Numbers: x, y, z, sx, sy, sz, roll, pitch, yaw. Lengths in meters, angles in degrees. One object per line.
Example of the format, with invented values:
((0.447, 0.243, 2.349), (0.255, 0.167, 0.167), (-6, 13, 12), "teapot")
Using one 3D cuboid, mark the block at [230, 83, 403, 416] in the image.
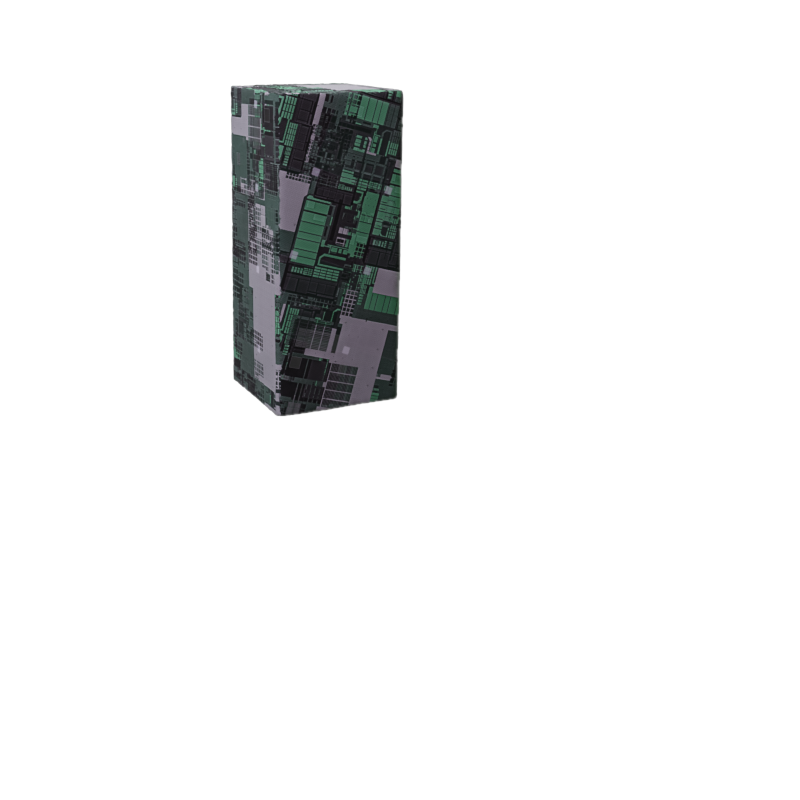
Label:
((-0.058, -0.106, 0.744), (0.088, 0.200, 0.096), (-5, 14, -26), "block")
